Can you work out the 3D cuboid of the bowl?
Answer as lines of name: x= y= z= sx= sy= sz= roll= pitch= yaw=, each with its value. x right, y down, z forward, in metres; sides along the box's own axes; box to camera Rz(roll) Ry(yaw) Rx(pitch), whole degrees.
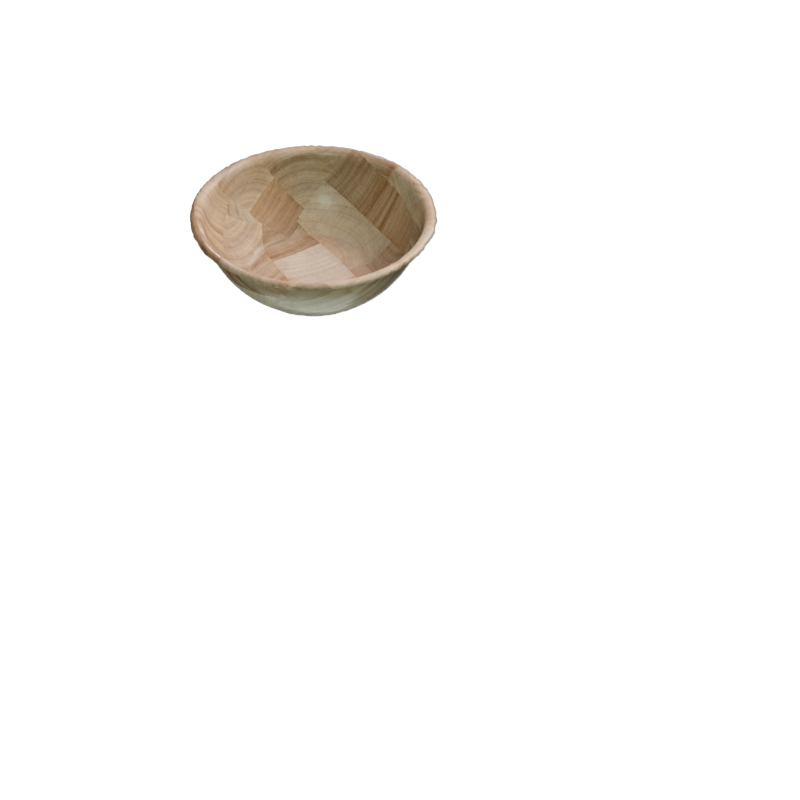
bowl: x=-0.058 y=-0.106 z=0.741 sx=0.162 sy=0.051 sz=0.174 roll=-1 pitch=42 yaw=-2
